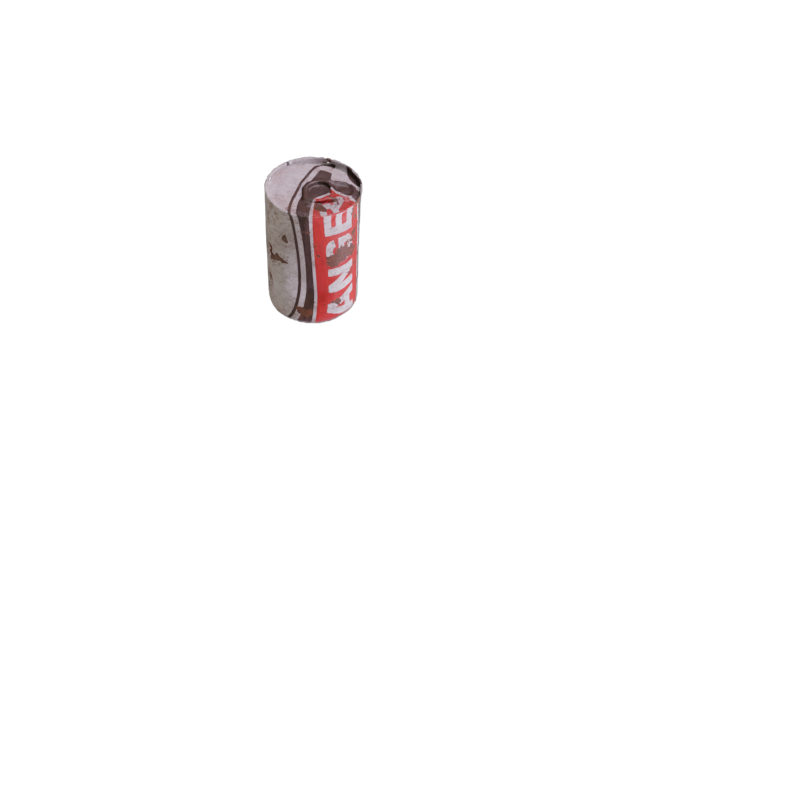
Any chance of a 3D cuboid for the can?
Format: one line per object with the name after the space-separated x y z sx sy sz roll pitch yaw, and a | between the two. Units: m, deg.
-0.062 -0.113 0.794 0.068 0.095 0.074 0 45 -3 | can
